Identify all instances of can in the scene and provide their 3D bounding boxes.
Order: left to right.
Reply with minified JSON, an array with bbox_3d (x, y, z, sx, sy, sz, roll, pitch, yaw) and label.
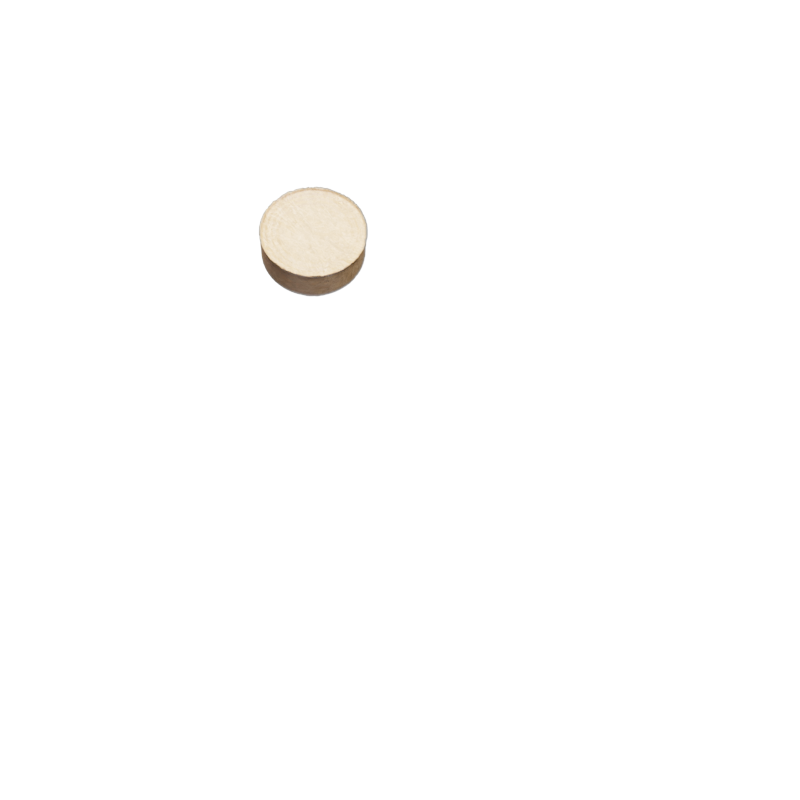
[{"bbox_3d":[-0.069,-0.126,0.886,0.086,0.092,0.031,-1,-31,-1],"label":"can"}]
